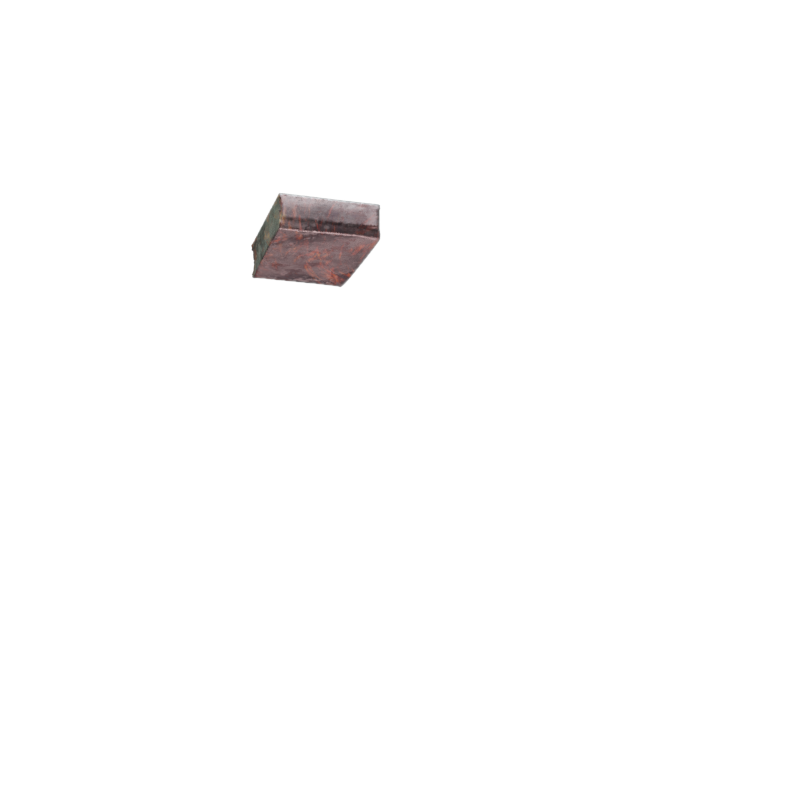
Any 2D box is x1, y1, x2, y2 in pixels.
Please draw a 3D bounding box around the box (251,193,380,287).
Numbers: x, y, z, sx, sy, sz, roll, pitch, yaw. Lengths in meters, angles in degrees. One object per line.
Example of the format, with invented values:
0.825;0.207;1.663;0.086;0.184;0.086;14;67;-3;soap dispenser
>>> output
-0.076;-0.139;0.974;0.088;0.041;0.110;6;-21;-17;box
